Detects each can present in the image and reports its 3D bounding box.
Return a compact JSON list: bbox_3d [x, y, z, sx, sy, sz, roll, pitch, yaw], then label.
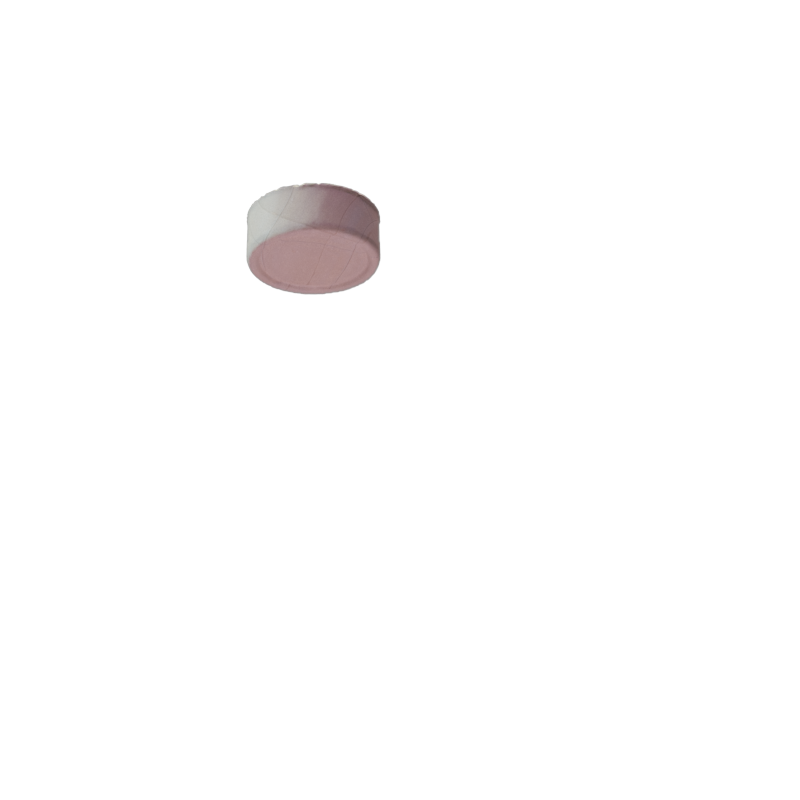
[{"bbox_3d":[-0.055,-0.100,0.703,0.086,0.036,0.081,1,-25,-2],"label":"can"}]
